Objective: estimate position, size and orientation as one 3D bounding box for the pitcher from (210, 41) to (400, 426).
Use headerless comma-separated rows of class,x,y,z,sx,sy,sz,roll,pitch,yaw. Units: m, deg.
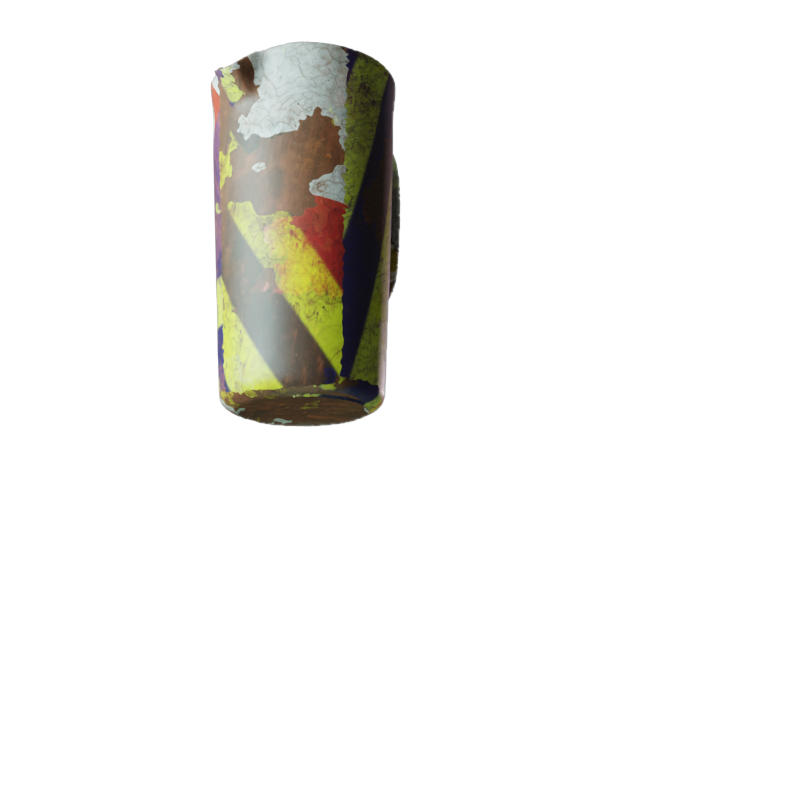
pitcher,-0.060,-0.109,0.765,0.147,0.254,0.140,2,-19,-9
